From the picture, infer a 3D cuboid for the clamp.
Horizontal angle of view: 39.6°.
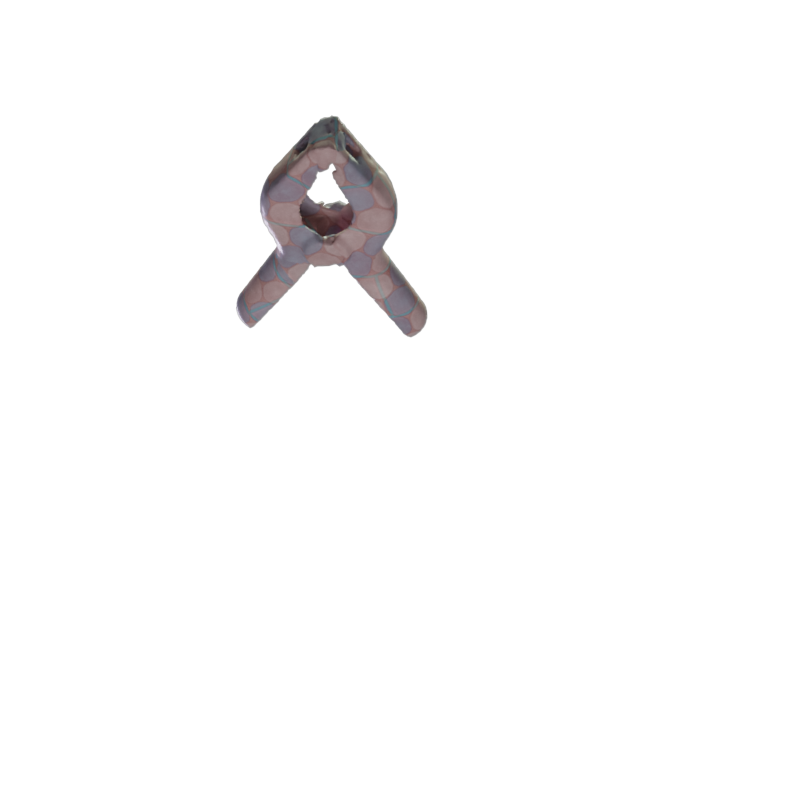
[{"bbox_3d":[-0.052,-0.094,0.659,0.121,0.042,0.158,-6,-43,6],"label":"clamp"}]
